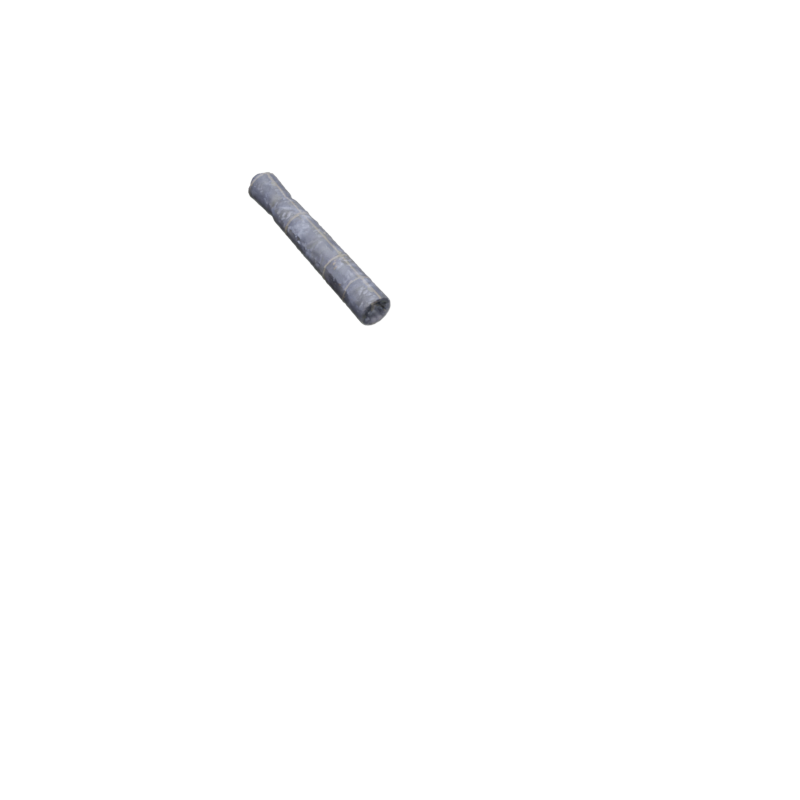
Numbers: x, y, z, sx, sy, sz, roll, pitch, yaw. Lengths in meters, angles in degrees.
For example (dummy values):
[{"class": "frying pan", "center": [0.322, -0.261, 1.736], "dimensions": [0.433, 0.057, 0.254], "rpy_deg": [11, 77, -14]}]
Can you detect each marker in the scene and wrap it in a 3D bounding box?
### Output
[{"class": "marker", "center": [-0.047, -0.086, 0.599], "dimensions": [0.019, 0.019, 0.130], "rpy_deg": [-2, 41, -42]}]
